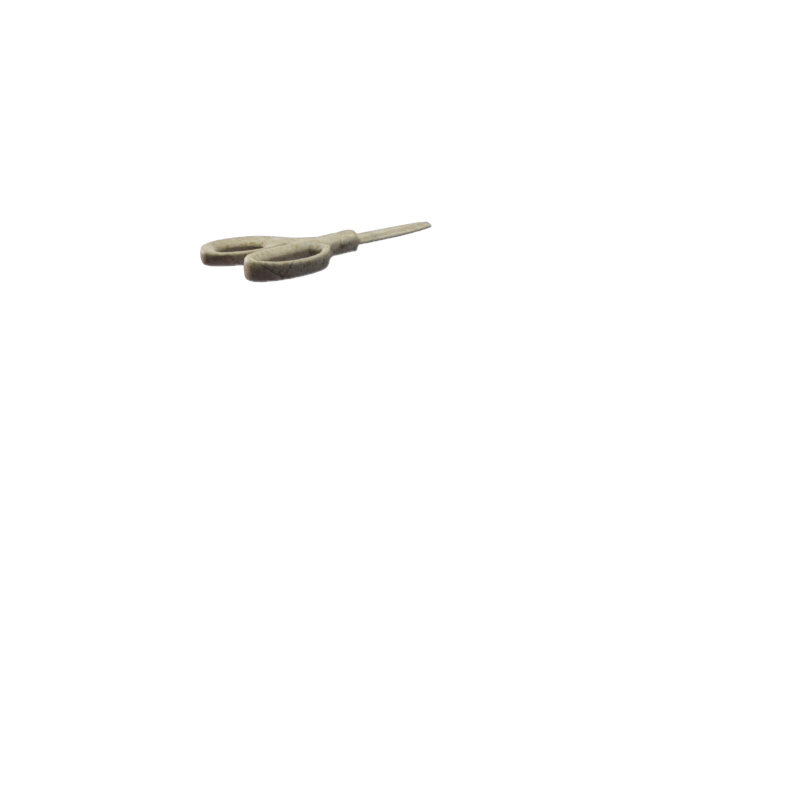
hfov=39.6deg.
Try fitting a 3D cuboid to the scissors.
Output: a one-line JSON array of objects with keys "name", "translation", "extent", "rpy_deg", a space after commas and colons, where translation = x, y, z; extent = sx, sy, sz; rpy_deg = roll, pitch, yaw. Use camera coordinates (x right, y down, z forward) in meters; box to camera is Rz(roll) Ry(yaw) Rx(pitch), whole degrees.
[{"name": "scissors", "translation": [-0.060, -0.110, 0.768], "extent": [0.100, 0.015, 0.201], "rpy_deg": [8, 20, 23]}]
